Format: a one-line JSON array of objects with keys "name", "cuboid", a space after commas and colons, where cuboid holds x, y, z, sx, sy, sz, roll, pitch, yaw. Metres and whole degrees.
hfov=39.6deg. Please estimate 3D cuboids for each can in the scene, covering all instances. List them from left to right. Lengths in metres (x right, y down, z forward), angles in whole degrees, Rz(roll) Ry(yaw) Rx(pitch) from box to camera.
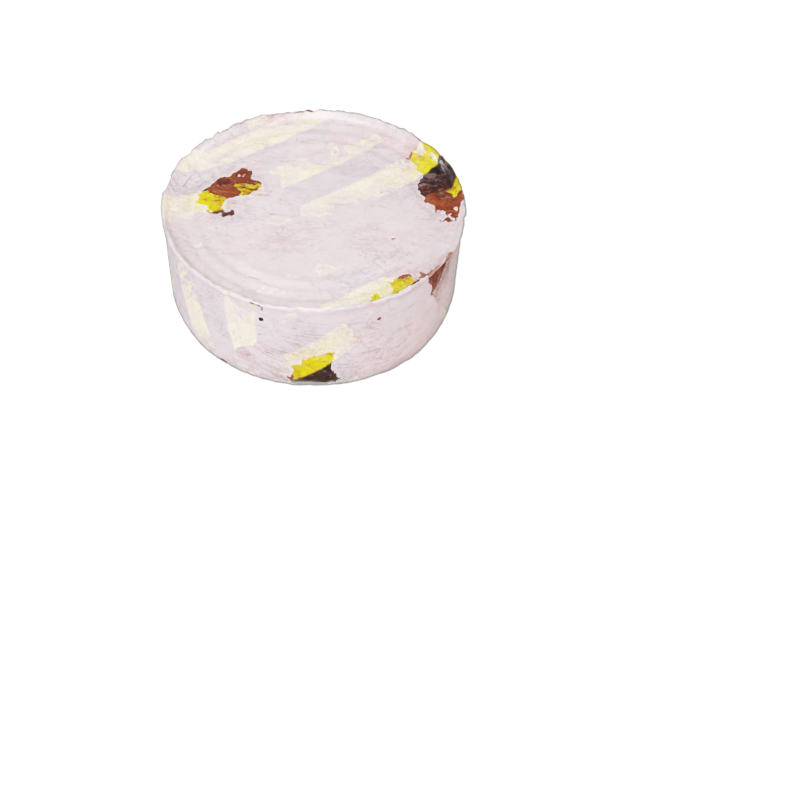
[{"name": "can", "cuboid": [-0.025, -0.046, 0.323, 0.086, 0.092, 0.031, -1, -43, -1]}]
